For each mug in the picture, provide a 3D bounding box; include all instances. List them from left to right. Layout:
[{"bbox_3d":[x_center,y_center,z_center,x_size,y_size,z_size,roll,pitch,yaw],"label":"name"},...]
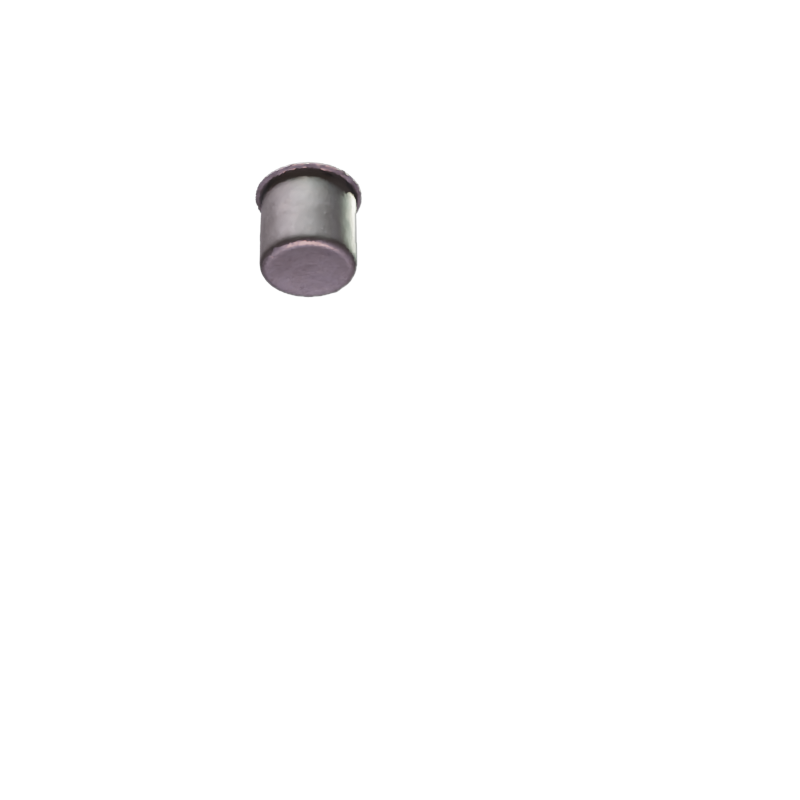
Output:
[{"bbox_3d":[-0.074,-0.136,0.951,0.094,0.087,0.108,-11,-35,14],"label":"mug"}]
